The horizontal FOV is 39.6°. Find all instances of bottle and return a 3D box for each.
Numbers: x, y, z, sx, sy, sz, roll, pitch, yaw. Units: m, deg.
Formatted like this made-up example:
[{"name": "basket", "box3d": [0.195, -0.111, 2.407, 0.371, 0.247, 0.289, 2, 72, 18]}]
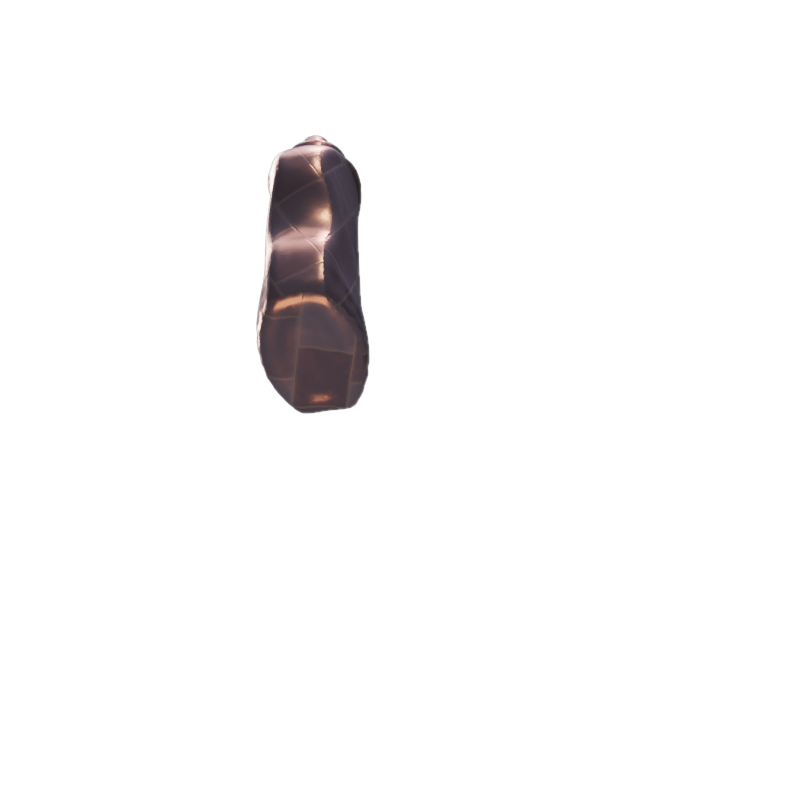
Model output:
[{"name": "bottle", "box3d": [-0.051, -0.093, 0.652, 0.059, 0.206, 0.089, -9, -45, 5]}]
